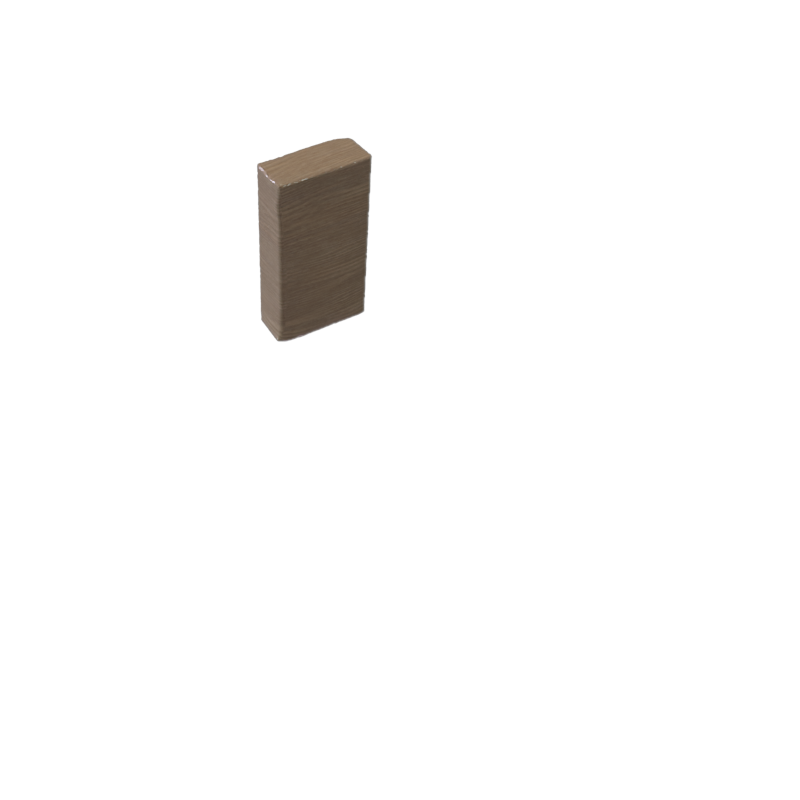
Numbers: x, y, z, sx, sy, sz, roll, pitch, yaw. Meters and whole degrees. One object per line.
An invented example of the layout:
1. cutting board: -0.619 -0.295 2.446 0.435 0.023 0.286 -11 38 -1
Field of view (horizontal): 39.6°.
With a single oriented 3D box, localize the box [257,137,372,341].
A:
1. box: -0.076 -0.139 0.974 0.092 0.165 0.052 -21 45 -26
